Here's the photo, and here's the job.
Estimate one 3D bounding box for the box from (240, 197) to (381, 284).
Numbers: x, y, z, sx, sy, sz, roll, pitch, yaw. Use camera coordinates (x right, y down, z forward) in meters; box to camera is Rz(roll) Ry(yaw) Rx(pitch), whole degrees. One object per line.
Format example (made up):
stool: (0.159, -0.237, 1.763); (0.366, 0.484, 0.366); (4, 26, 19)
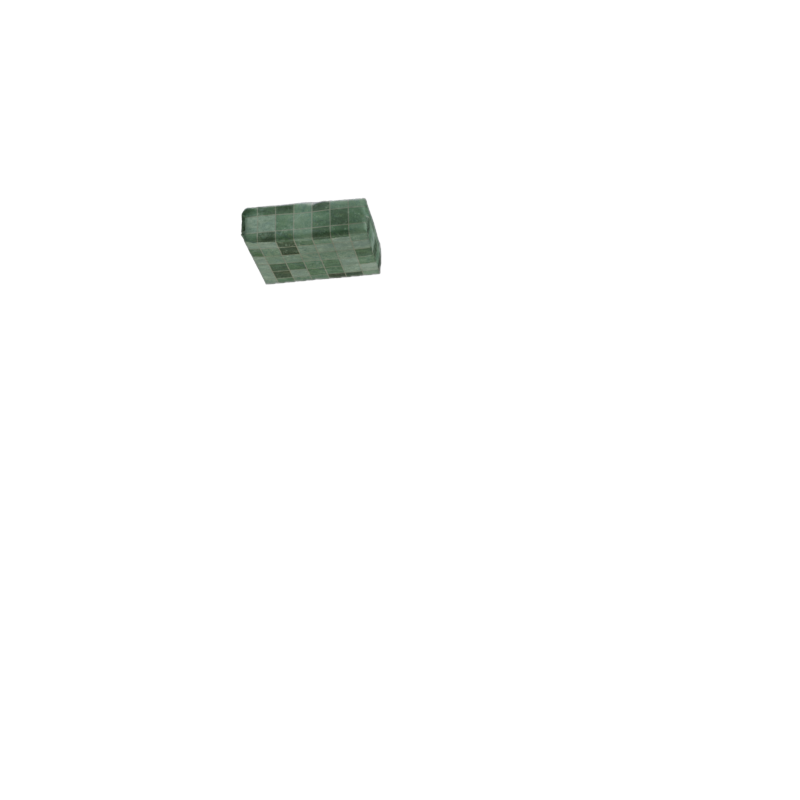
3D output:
box: (-0.062, -0.113, 0.789); (0.090, 0.032, 0.069); (-3, -20, 8)
